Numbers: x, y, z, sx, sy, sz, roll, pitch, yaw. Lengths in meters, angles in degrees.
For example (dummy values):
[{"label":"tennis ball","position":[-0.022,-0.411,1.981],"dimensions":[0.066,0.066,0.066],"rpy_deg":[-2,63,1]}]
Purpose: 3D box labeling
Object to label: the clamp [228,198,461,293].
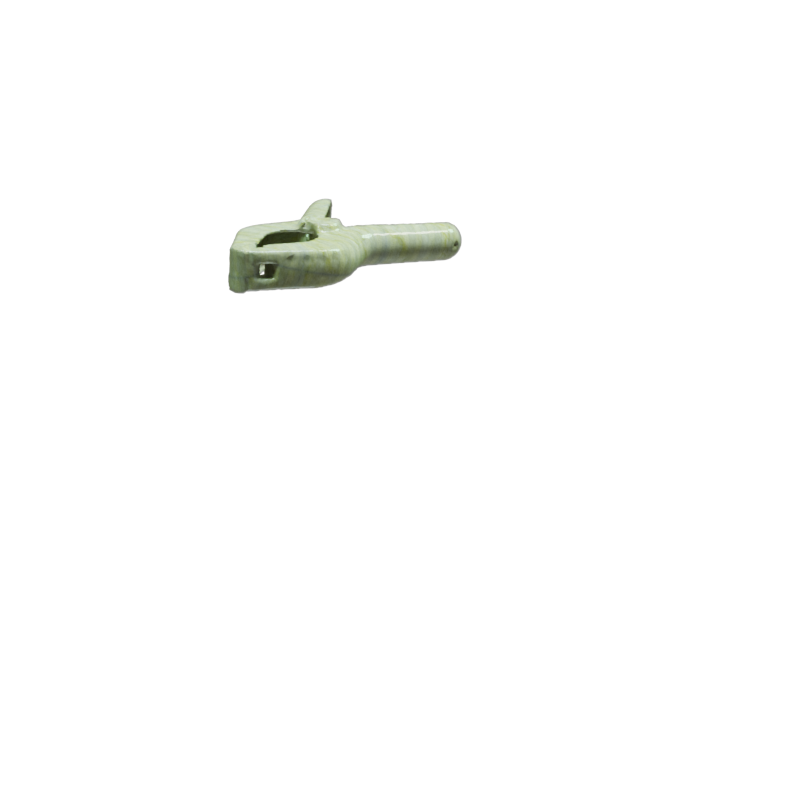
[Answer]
[{"label":"clamp","position":[-0.056,-0.102,0.716],"dimensions":[0.126,0.038,0.167],"rpy_deg":[15,21,42]}]
